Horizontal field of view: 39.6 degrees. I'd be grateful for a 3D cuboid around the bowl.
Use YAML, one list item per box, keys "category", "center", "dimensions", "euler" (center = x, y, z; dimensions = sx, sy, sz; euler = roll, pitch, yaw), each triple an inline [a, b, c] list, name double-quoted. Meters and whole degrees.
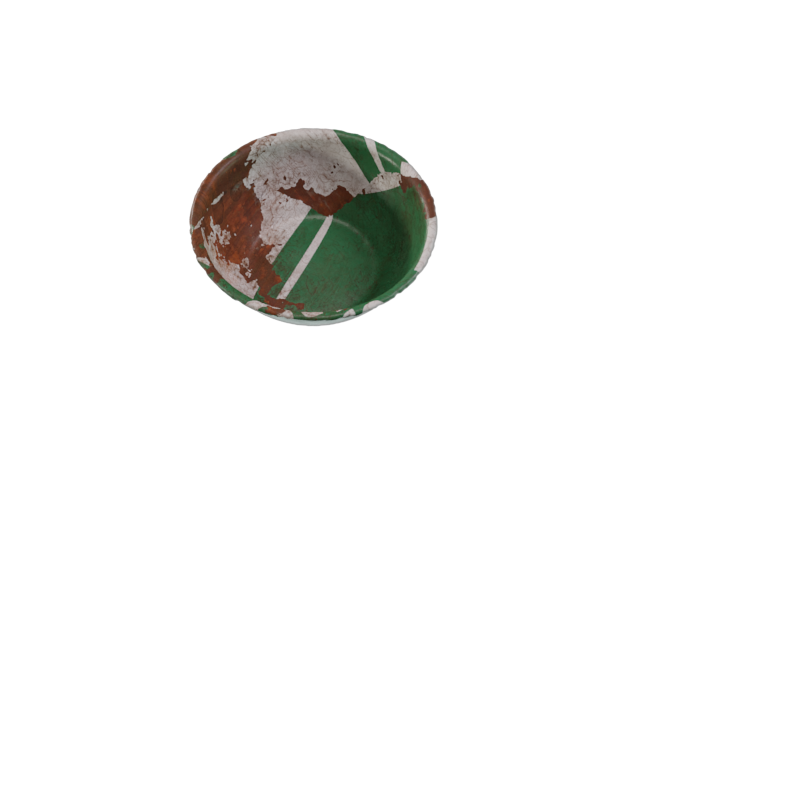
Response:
- category: "bowl"
  center: [-0.058, -0.106, 0.742]
  dimensions: [0.162, 0.174, 0.051]
  euler: [-1, -35, -1]
